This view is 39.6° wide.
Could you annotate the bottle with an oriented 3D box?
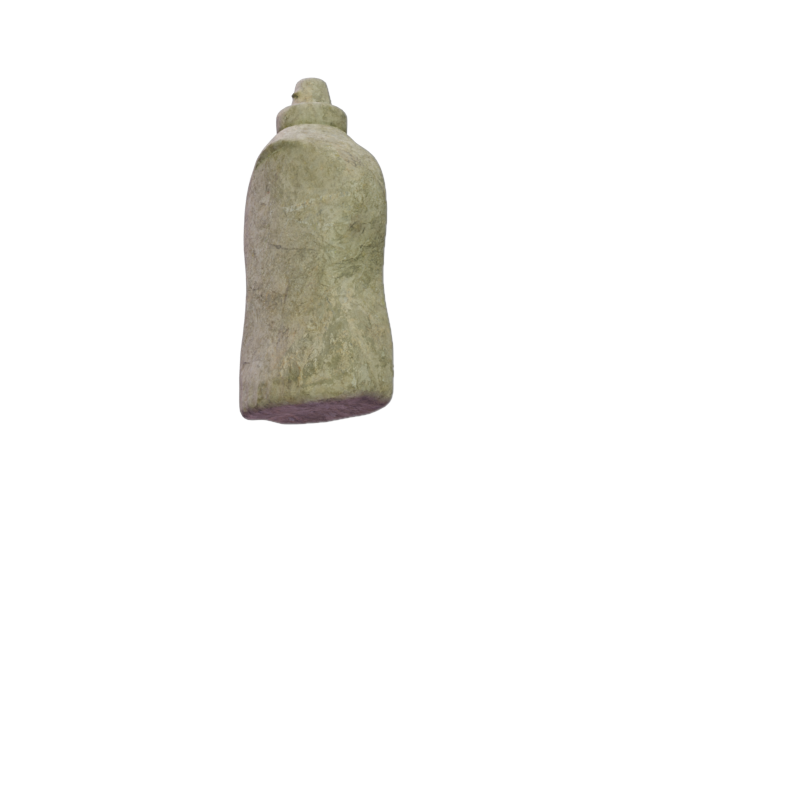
[{"bbox_3d":[-0.048,-0.087,0.612,0.055,0.199,0.097,13,-21,-39],"label":"bottle"}]
